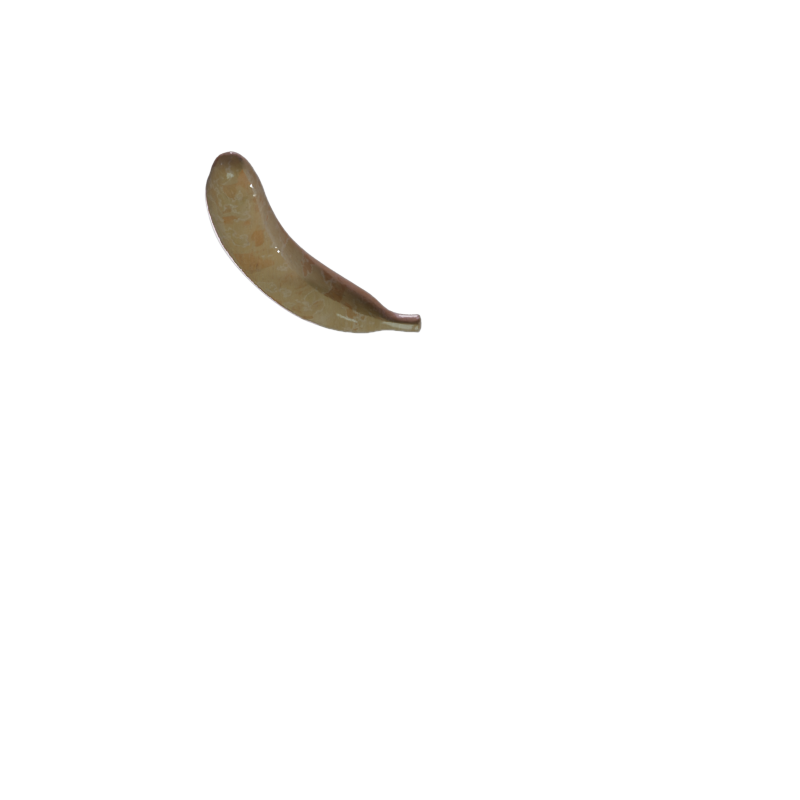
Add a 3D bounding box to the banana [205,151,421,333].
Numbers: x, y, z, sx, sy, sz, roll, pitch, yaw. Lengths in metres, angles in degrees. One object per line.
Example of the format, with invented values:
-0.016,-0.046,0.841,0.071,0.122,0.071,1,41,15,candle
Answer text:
-0.065,-0.087,0.670,0.070,0.039,0.183,-20,-36,29,banana
